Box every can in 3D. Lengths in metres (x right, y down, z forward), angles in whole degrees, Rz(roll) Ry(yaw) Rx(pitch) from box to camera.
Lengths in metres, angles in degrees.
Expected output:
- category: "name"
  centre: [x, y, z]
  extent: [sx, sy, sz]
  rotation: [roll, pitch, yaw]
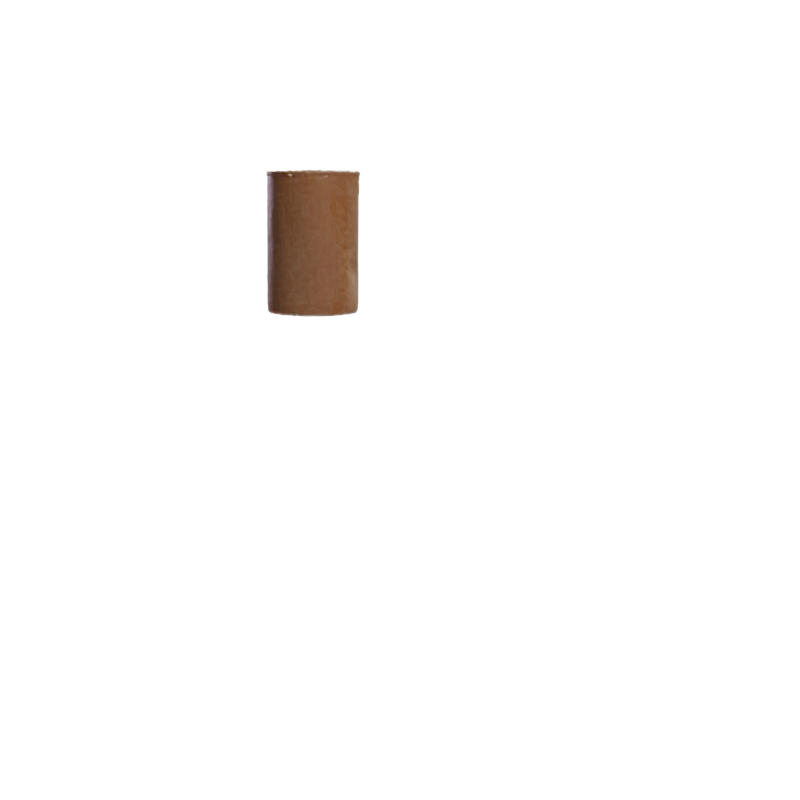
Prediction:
- category: "can"
  centre: [-0.063, -0.115, 0.804]
  extent: [0.068, 0.101, 0.069]
  rotation: [0, 5, -2]
